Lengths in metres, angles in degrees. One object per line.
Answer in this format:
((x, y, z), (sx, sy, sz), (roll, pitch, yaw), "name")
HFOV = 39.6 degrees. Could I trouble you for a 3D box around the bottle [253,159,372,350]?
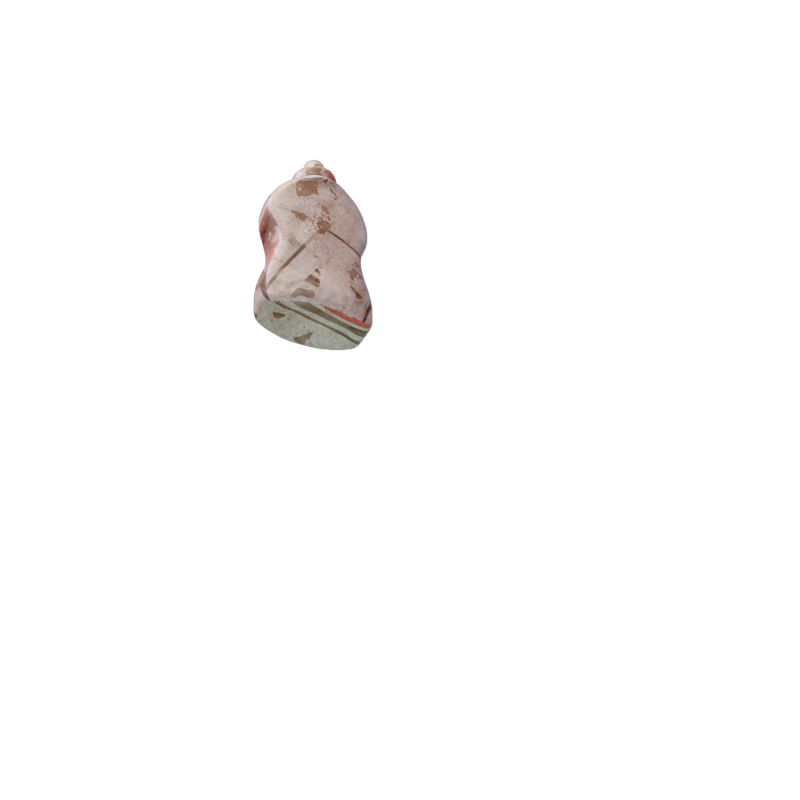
((-0.074, -0.136, 0.952), (0.093, 0.206, 0.056), (14, -44, -19), "bottle")
